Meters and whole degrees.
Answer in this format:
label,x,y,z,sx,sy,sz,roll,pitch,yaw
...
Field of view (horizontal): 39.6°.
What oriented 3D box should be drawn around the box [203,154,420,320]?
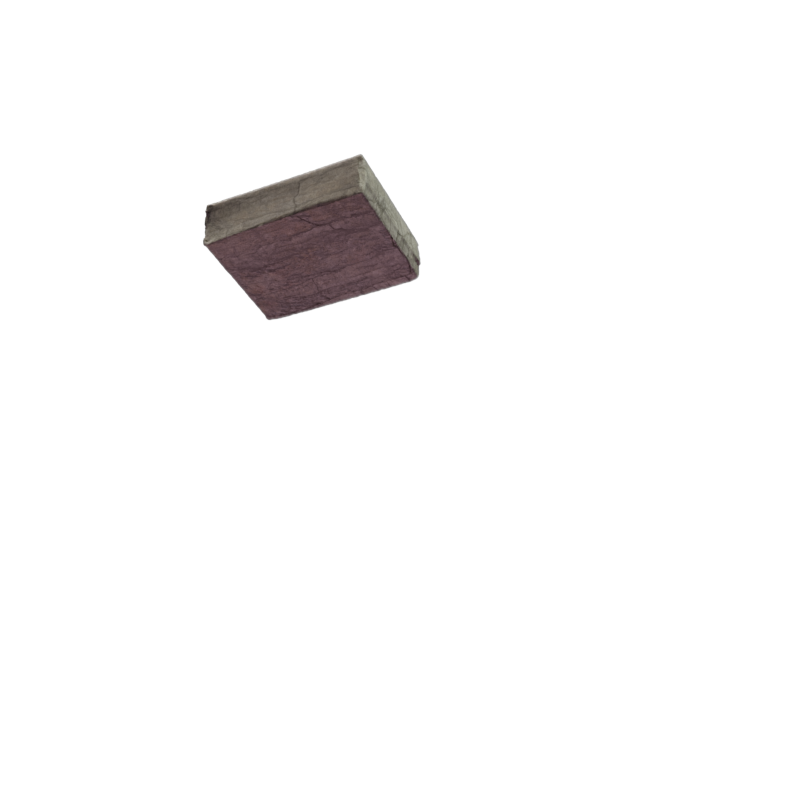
label,x,y,z,sx,sy,sz,roll,pitch,yaw
box,-0.055,-0.101,0.707,0.114,0.042,0.083,-16,-41,19
